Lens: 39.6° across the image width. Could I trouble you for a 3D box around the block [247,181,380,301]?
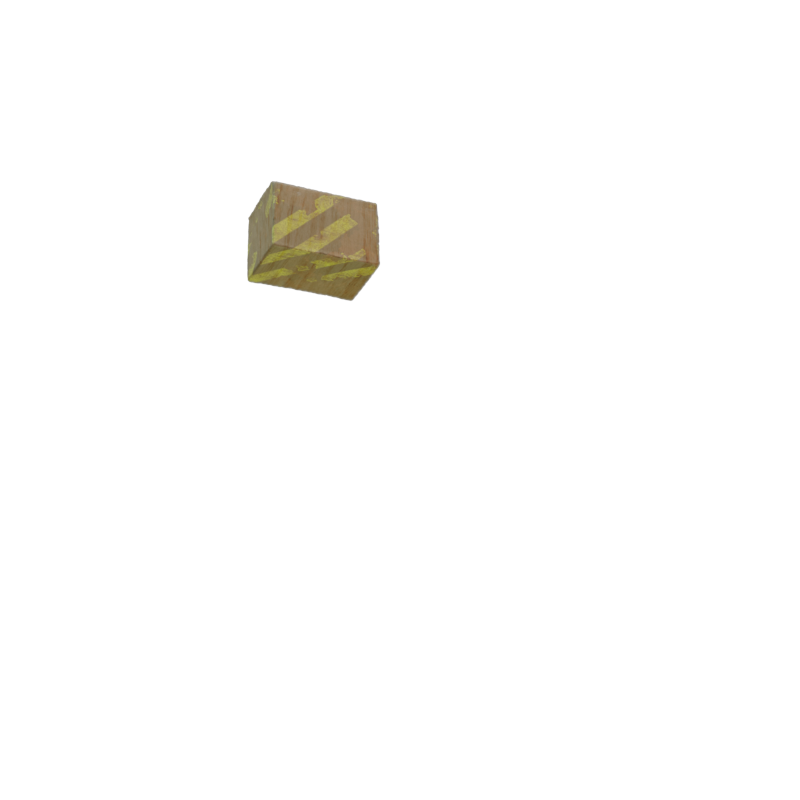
[{"bbox_3d":[-0.058,-0.107,0.747,0.075,0.054,0.051,10,-30,-20],"label":"block"}]
